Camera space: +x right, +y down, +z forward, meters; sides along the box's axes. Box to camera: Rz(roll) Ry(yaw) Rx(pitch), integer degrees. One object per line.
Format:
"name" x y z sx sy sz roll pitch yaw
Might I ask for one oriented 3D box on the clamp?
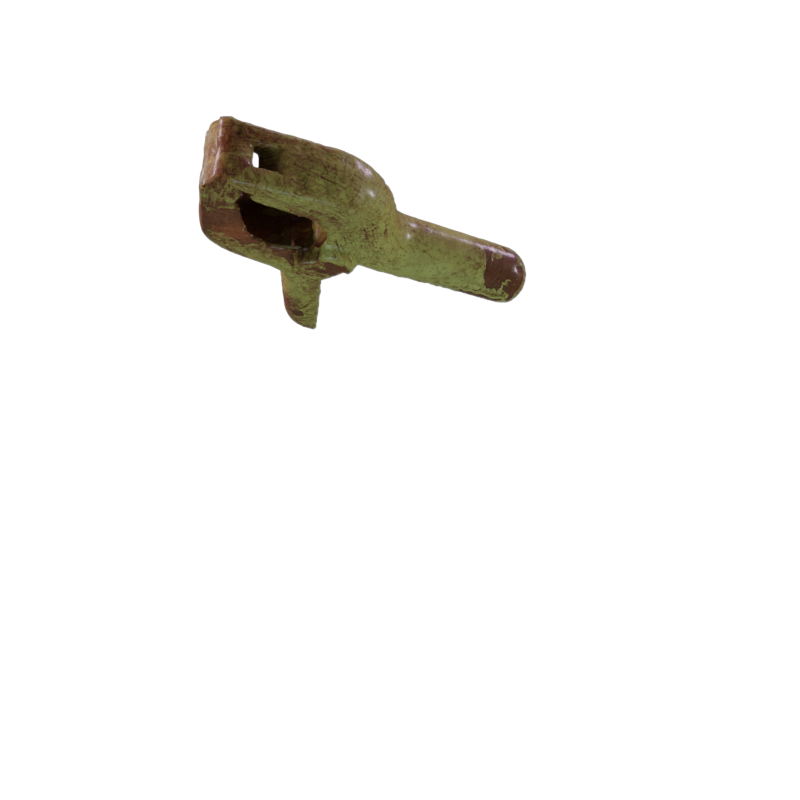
"clamp" -0.037 -0.068 0.474 0.122 0.041 0.160 -17 -28 34
